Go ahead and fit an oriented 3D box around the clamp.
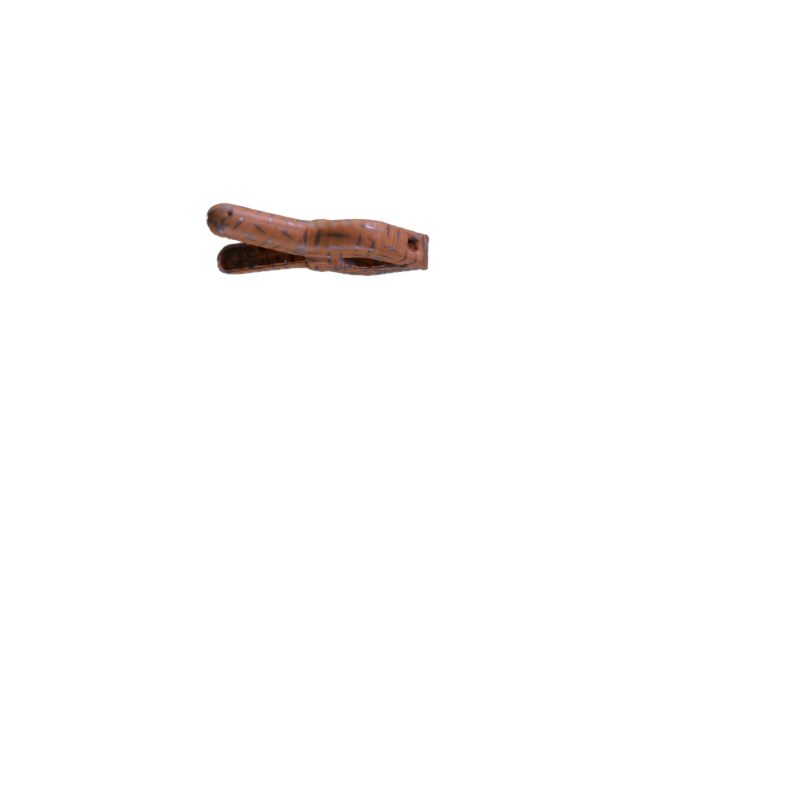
[{"bbox_3d":[-0.065,-0.119,0.833,0.173,0.040,0.117,-1,-5,7],"label":"clamp"}]
